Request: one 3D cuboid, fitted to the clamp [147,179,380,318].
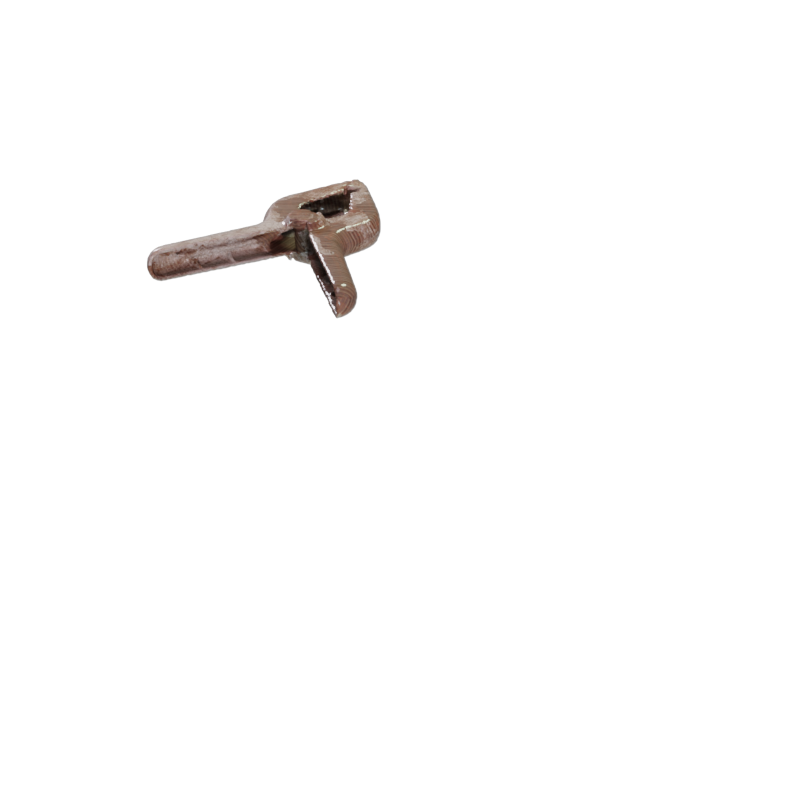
[{"bbox_3d":[-0.066,-0.121,0.848,0.173,0.034,0.212,17,33,27],"label":"clamp"}]
